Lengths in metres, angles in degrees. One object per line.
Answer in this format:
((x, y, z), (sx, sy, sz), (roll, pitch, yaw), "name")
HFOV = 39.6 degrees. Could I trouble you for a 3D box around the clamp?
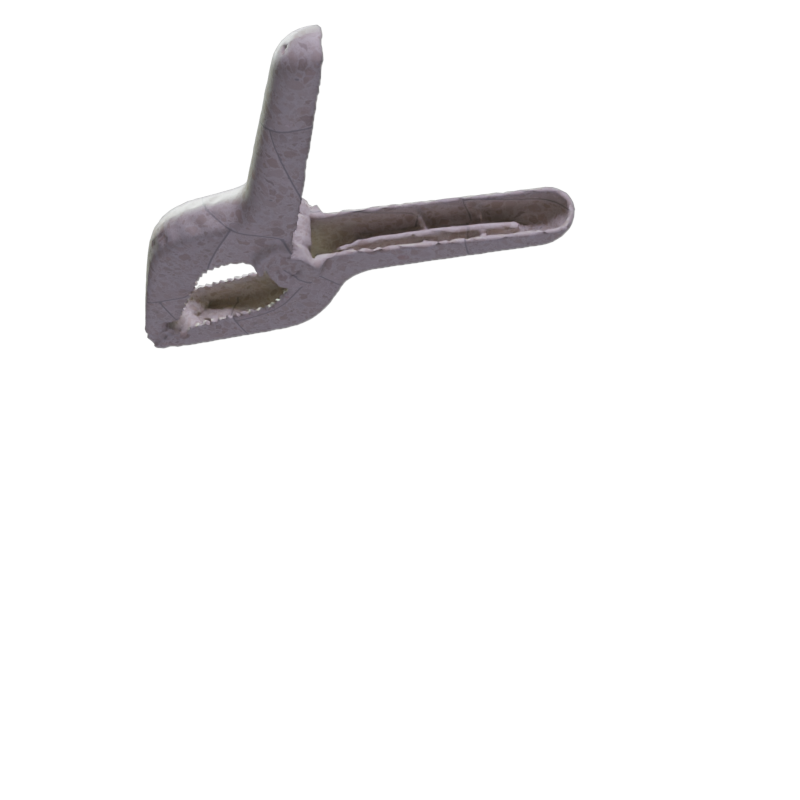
((-0.039, -0.072, 0.502), (0.155, 0.039, 0.208), (22, -36, -33), "clamp")
